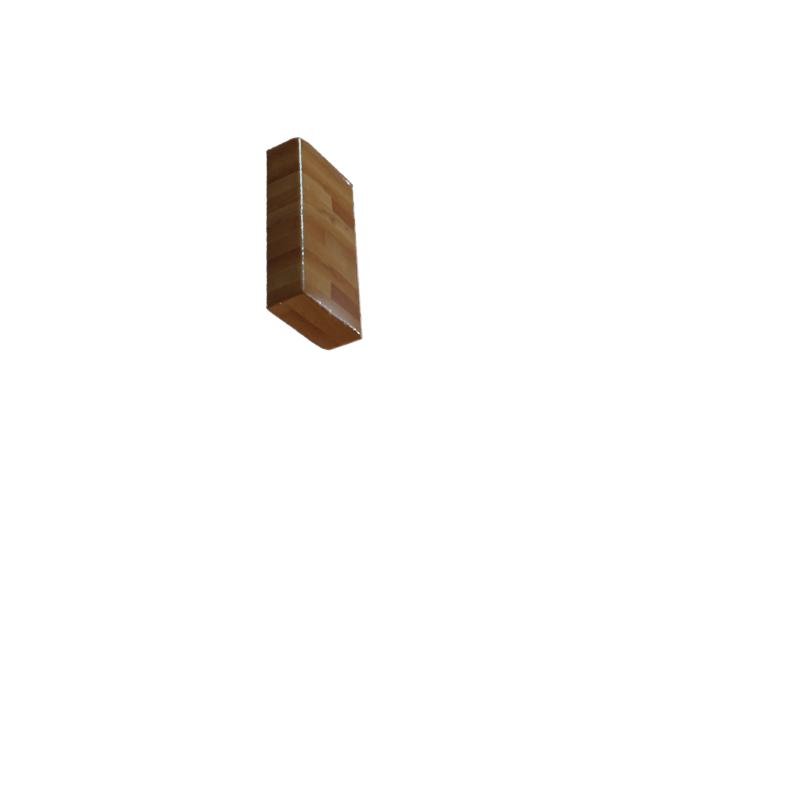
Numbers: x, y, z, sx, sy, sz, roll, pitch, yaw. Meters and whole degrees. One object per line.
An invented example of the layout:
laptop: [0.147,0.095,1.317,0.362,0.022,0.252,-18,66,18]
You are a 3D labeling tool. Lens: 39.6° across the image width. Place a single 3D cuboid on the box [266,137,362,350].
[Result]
box: [-0.077,-0.141,0.988,0.048,0.188,0.086,-21,-37,27]
